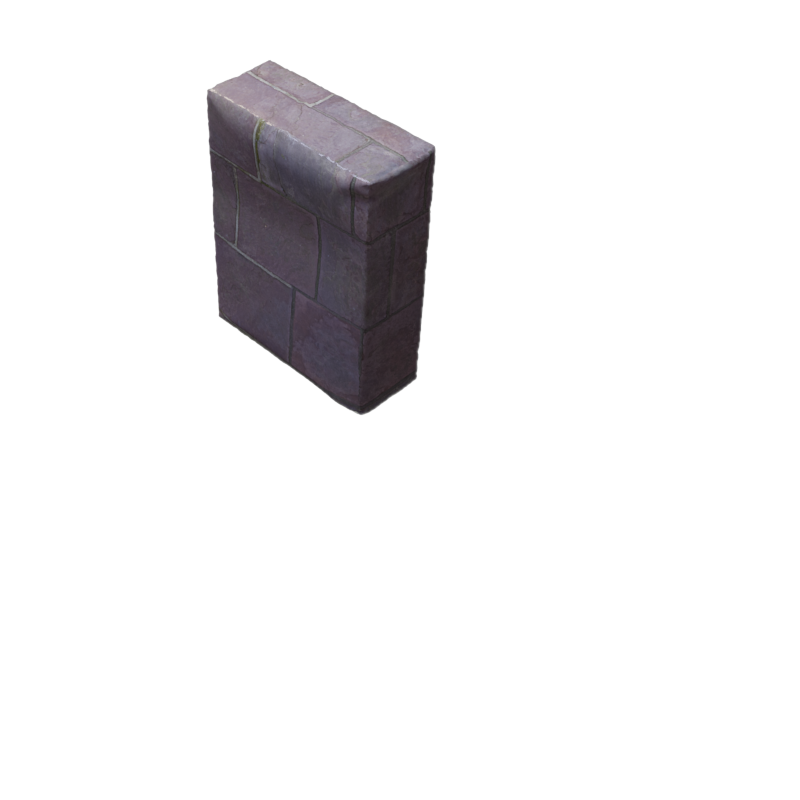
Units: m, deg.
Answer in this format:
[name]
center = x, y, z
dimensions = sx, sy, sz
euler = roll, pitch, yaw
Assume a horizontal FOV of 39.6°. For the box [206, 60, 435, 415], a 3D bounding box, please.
[box]
center = -0.063, -0.115, 0.808
dimensions = 0.072, 0.199, 0.175
euler = -32, 52, -33
